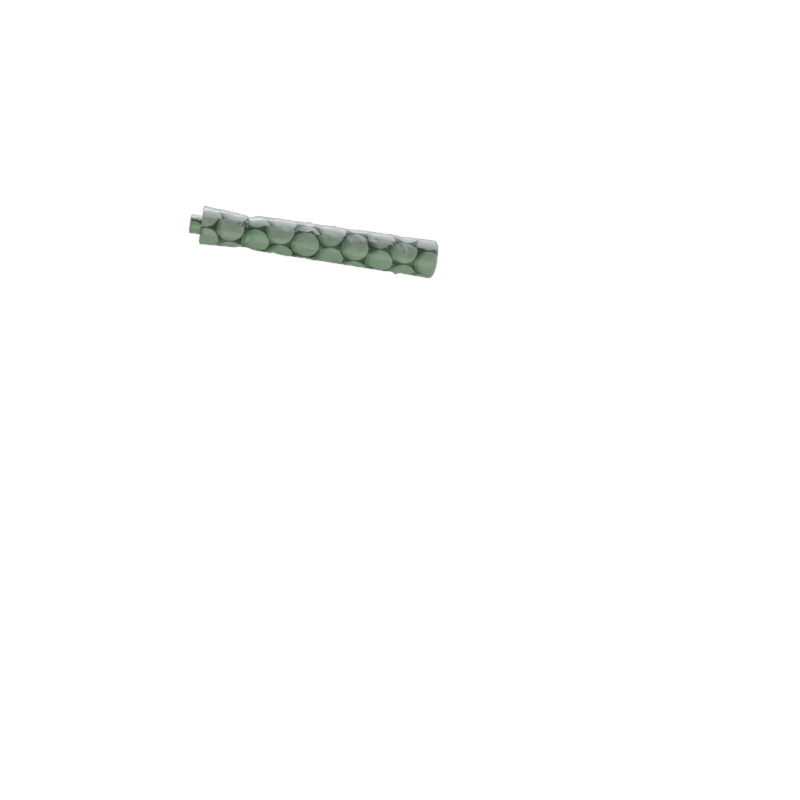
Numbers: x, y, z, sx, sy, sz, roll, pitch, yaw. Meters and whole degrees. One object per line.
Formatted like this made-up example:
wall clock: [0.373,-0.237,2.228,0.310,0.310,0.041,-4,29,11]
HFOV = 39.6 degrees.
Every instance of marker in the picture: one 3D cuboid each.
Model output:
marker: [-0.042,-0.077,0.540,0.120,0.020,0.020,8,3,-6]
